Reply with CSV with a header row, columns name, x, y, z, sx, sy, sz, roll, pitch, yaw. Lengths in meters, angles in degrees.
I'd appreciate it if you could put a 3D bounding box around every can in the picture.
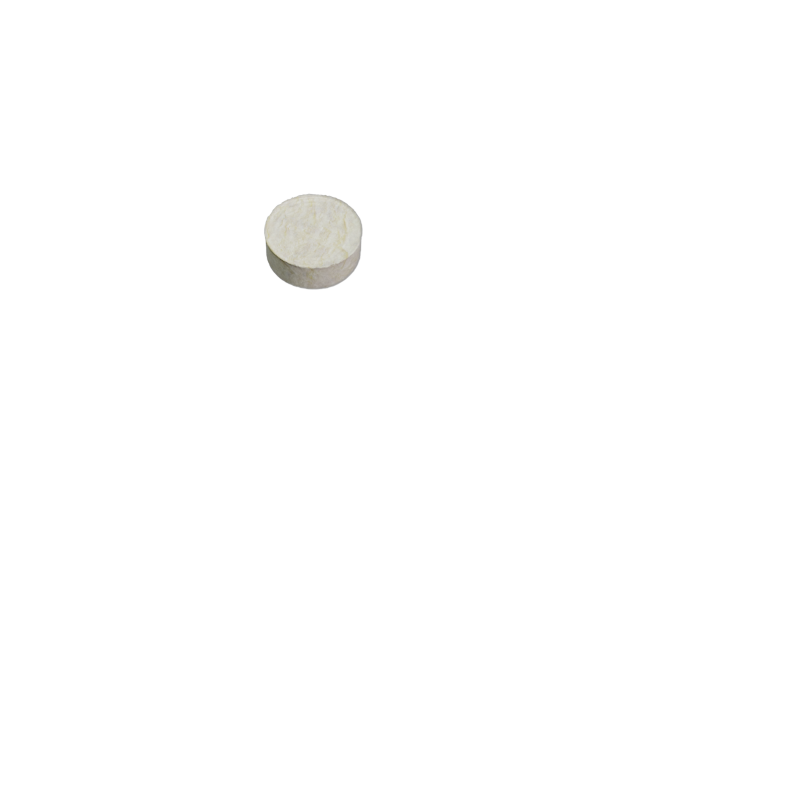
name,x,y,z,sx,sy,sz,roll,pitch,yaw
can,-0.076,-0.139,0.976,0.086,0.092,0.031,-1,-37,-1
